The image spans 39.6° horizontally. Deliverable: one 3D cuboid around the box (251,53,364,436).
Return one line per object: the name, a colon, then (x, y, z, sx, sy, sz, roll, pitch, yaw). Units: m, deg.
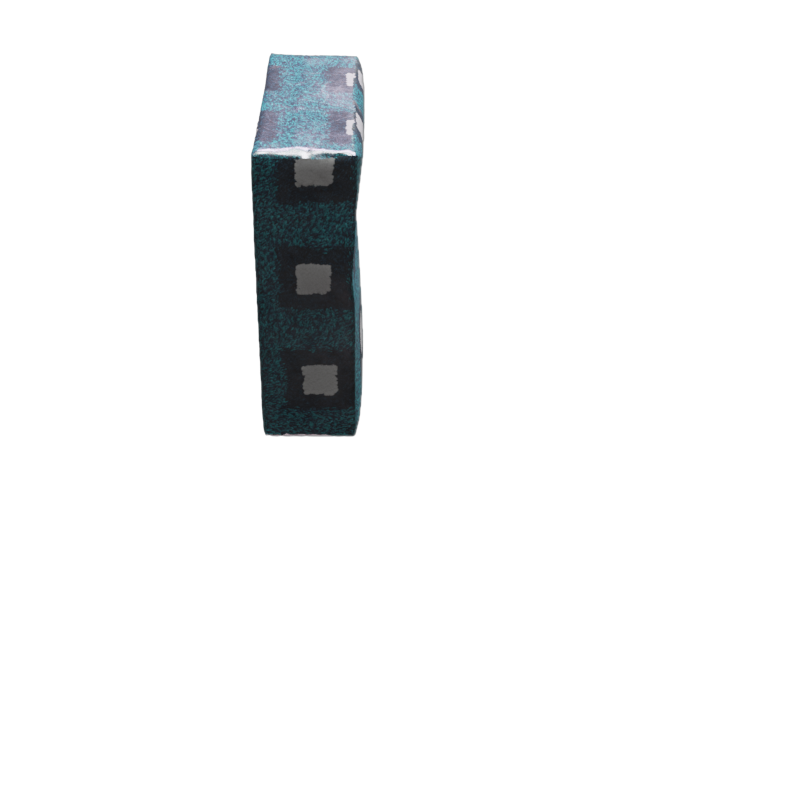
box: (-0.059, -0.108, 0.759, 0.072, 0.200, 0.175, 1, 34, -3)
